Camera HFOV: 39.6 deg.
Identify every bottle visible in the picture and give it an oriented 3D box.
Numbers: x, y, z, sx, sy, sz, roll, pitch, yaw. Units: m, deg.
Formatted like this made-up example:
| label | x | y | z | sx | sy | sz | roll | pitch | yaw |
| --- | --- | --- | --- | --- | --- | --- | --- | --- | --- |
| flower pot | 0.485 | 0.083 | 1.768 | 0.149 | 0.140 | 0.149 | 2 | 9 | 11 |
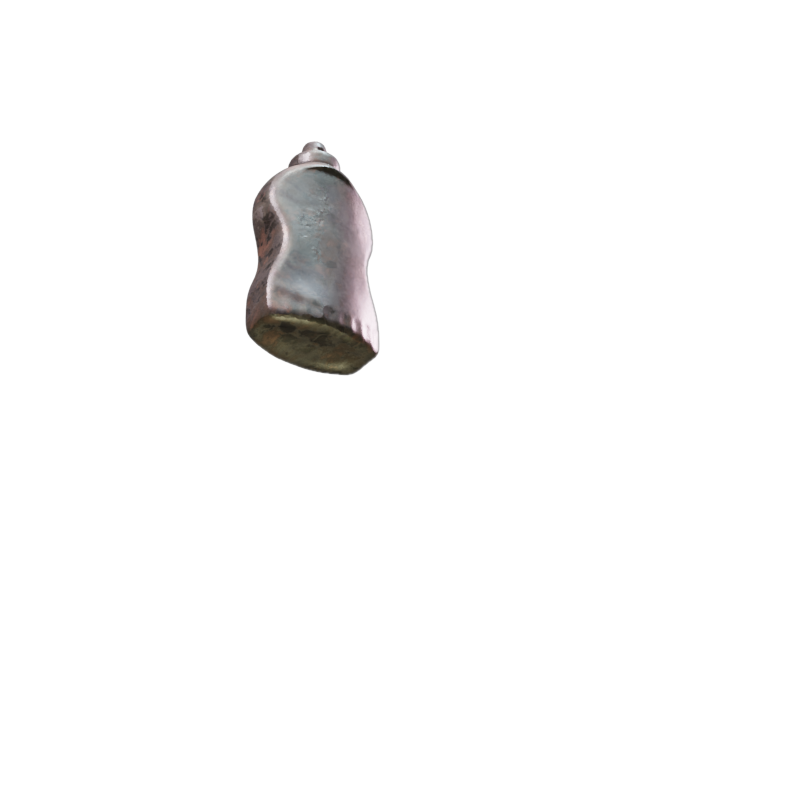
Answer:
| label | x | y | z | sx | sy | sz | roll | pitch | yaw |
| --- | --- | --- | --- | --- | --- | --- | --- | --- | --- |
| bottle | -0.064 | -0.117 | 0.818 | 0.091 | 0.205 | 0.057 | 20 | -42 | -27 |
